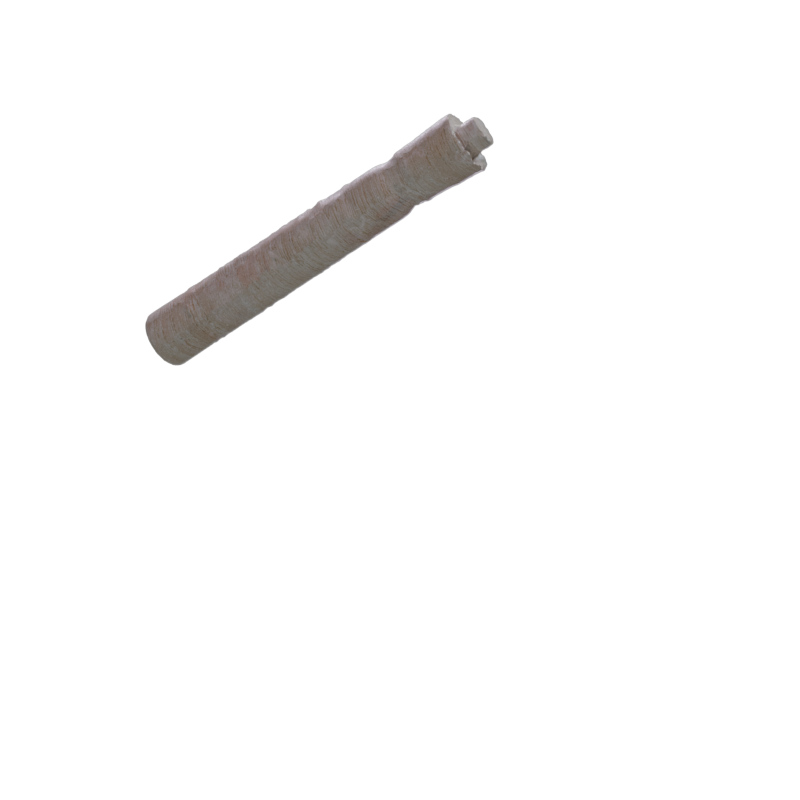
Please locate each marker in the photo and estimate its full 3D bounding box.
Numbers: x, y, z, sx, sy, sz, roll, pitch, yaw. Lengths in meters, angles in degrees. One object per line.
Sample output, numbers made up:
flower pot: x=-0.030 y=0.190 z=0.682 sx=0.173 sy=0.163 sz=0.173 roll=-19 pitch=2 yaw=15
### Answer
marker: x=-0.025 y=-0.046 z=0.326 sx=0.120 sy=0.020 sz=0.019 roll=-30 pitch=-9 yaw=22
